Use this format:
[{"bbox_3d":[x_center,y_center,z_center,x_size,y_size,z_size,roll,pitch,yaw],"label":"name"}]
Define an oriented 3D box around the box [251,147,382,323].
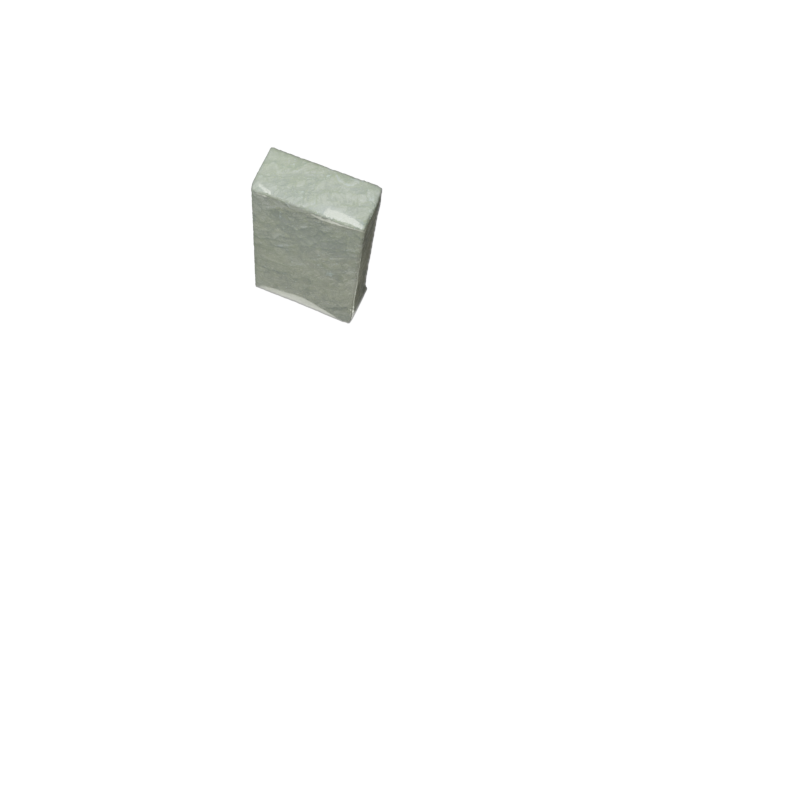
[{"bbox_3d":[-0.070,-0.127,0.888,0.095,0.050,0.168,22,-19,4],"label":"box"}]
